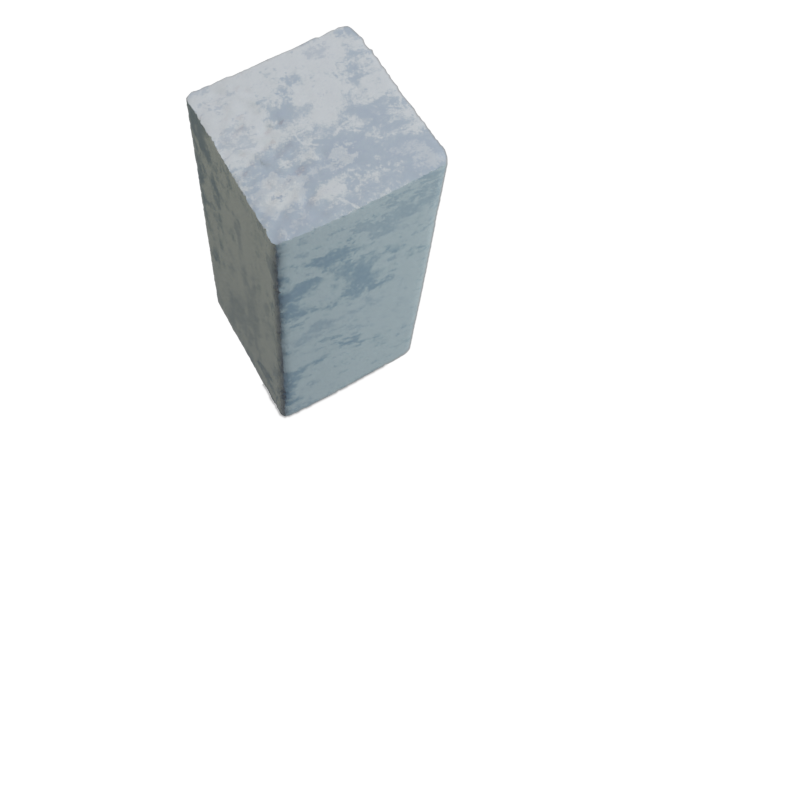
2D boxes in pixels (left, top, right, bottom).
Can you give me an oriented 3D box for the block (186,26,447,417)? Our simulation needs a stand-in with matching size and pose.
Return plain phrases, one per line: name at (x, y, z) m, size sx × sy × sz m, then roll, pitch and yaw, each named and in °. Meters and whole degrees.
block at (-0.045, -0.083, 0.578) m, size 0.090 × 0.096 × 0.195 m, roll -27°, pitch -19°, yaw -14°
